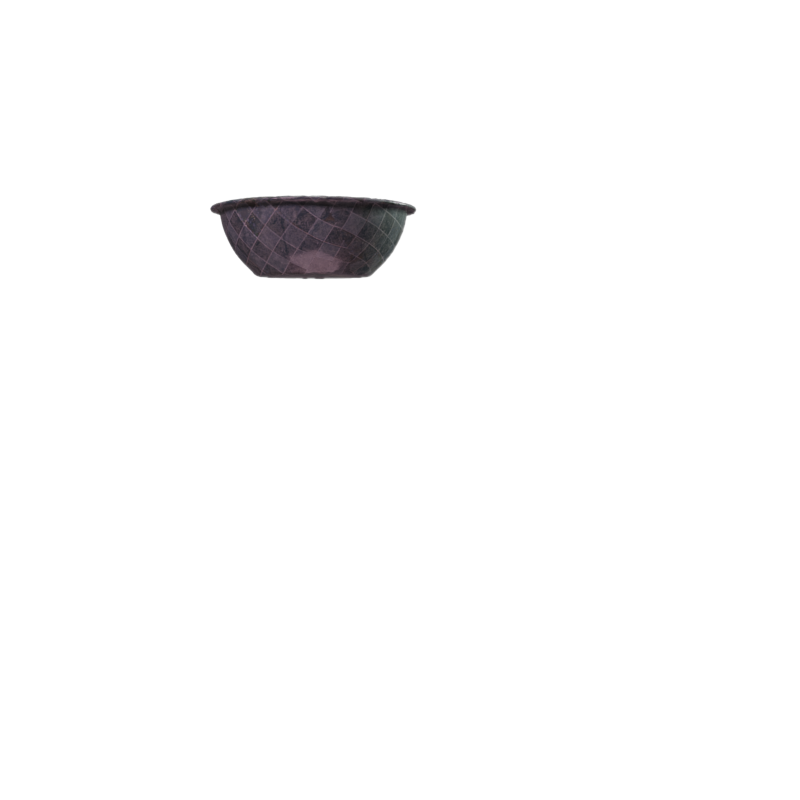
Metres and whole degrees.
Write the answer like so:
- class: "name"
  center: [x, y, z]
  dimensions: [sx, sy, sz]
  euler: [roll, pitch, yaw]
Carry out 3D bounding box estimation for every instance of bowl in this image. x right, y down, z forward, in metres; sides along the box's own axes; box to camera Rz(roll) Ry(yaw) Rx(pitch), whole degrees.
- class: "bowl"
  center: [-0.068, -0.124, 0.872]
  dimensions: [0.162, 0.055, 0.162]
  euler: [0, 3, -2]
